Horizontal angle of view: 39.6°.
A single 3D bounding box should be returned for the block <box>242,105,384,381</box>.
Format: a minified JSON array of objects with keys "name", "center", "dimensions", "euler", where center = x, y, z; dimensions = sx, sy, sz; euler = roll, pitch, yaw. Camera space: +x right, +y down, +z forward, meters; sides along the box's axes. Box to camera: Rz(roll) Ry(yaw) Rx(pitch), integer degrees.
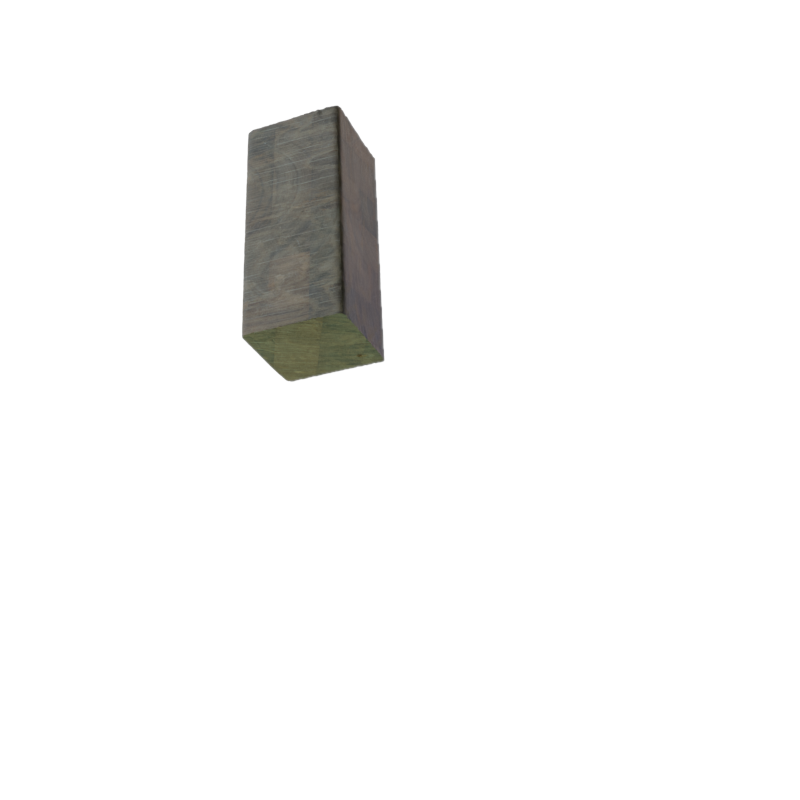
[{"name":"block","center":[-0.074,-0.134,0.937],"dimensions":[0.092,0.220,0.083],"euler":[-14,-33,18]}]
